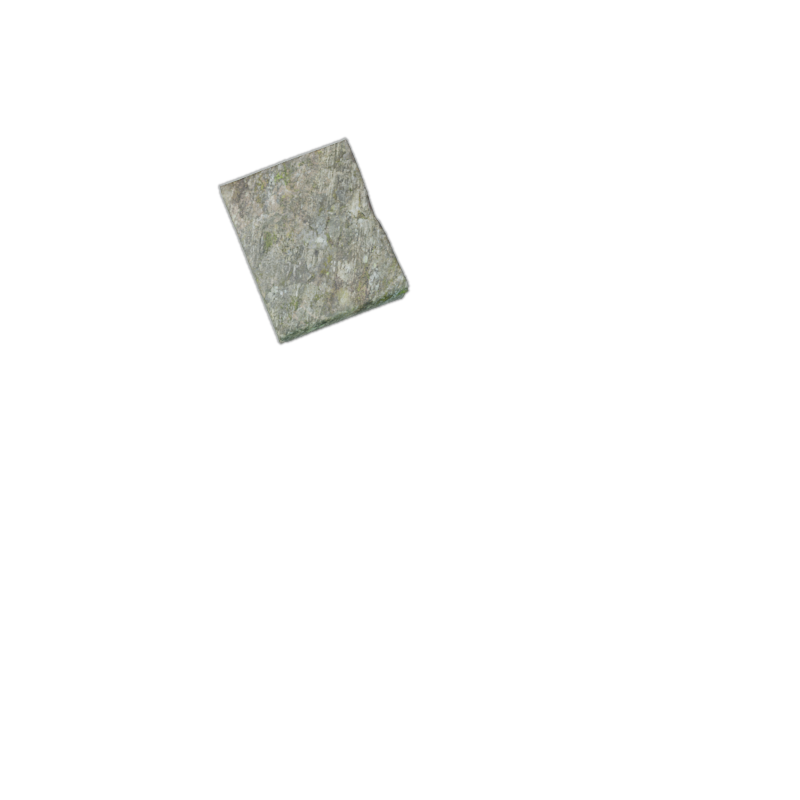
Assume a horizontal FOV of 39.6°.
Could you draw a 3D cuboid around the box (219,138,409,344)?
[{"bbox_3d":[-0.046,-0.083,0.585,0.073,0.092,0.029,-21,-11,-5],"label":"box"}]
